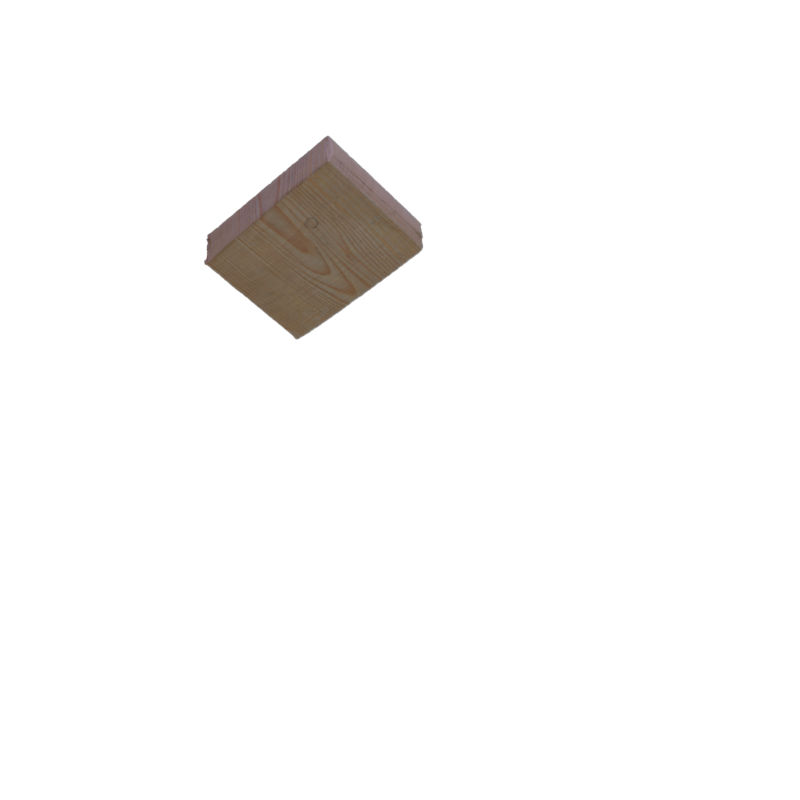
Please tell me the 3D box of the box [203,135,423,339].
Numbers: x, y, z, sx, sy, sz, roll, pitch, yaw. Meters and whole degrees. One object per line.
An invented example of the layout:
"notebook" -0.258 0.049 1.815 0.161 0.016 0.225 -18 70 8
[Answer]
"box" -0.056 -0.102 0.712 0.112 0.085 0.041 -36 28 22
